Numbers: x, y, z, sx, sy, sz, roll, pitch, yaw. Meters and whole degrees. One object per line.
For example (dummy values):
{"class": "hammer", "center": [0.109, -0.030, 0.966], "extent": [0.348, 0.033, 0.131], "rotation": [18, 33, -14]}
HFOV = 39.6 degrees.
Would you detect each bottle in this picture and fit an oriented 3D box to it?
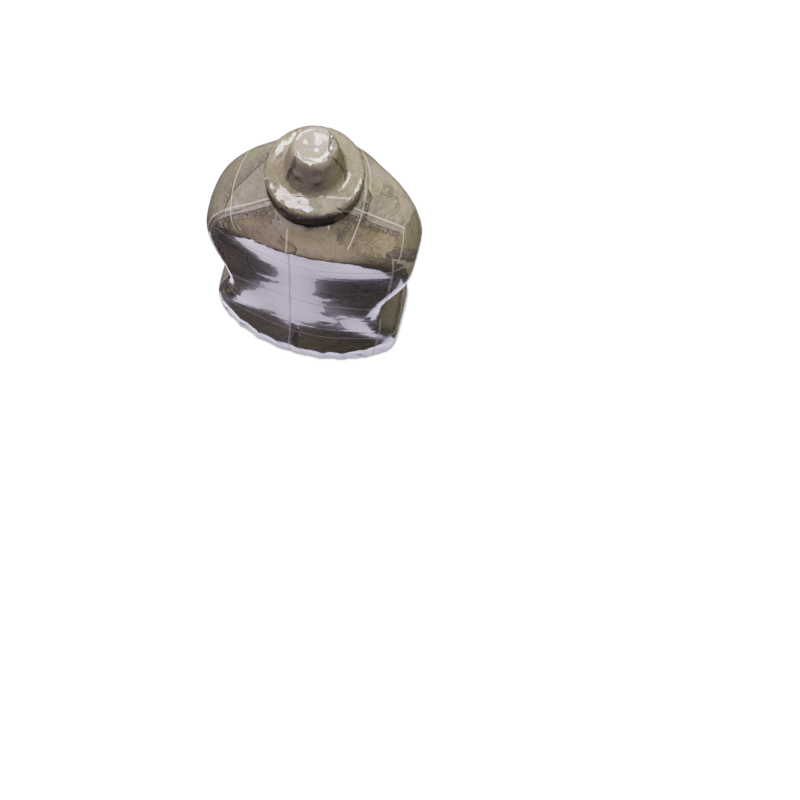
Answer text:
{"class": "bottle", "center": [-0.040, -0.074, 0.512], "extent": [0.097, 0.060, 0.184], "rotation": [17, -16, 1]}
